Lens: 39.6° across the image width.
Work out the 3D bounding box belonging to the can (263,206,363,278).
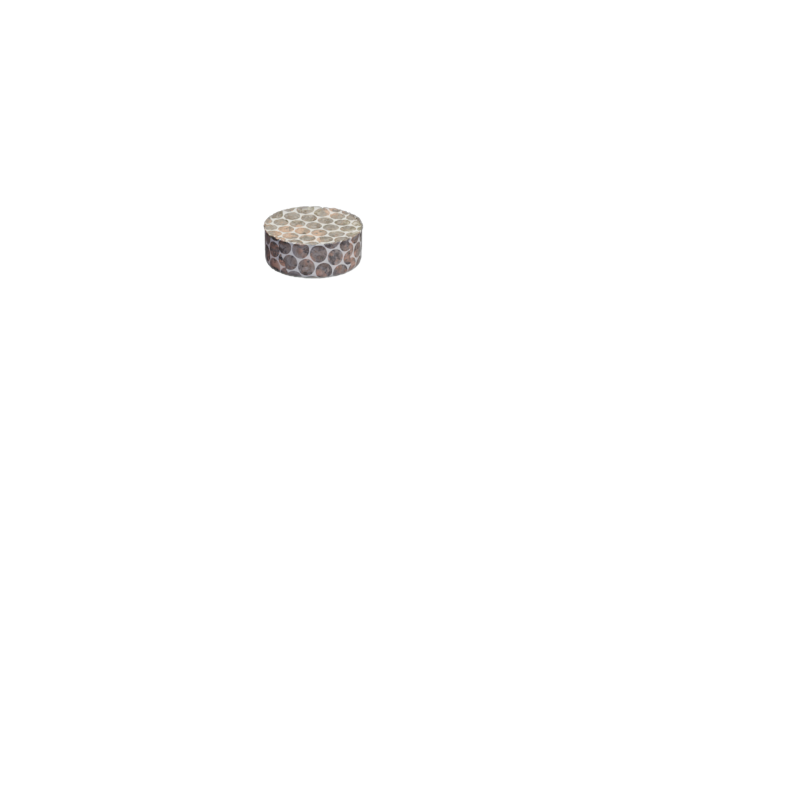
[{"bbox_3d":[-0.075,-0.137,0.960,0.086,0.032,0.091,-1,29,-2],"label":"can"}]
